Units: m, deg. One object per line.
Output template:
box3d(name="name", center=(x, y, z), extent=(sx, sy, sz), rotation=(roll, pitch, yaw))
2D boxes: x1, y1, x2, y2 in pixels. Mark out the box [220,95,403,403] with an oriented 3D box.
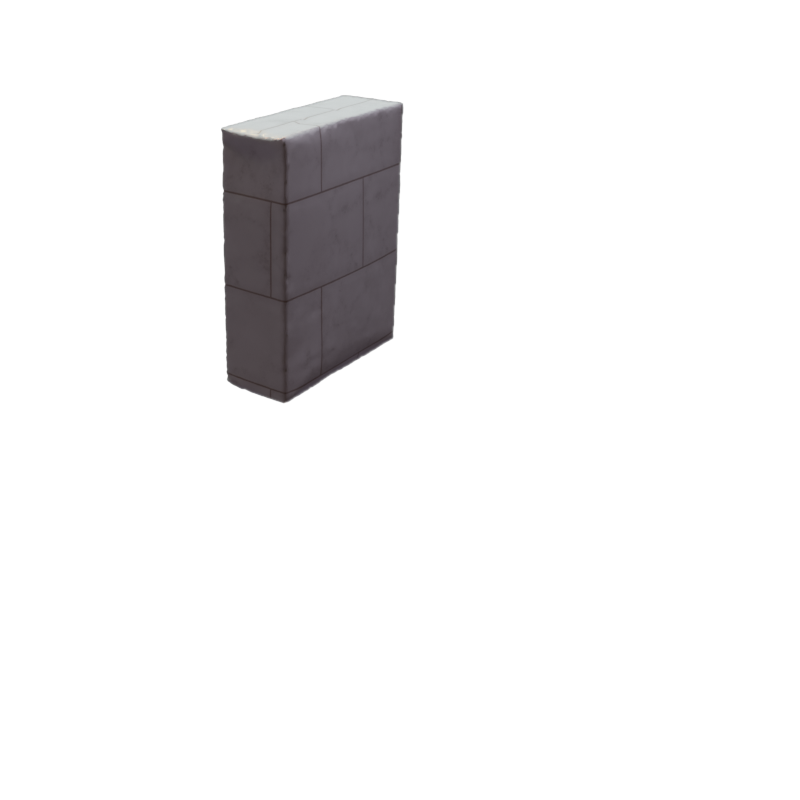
box3d(name="box", center=(-0.071, -0.129, 0.902), extent=(0.075, 0.204, 0.164), rotation=(13, 25, 30))
